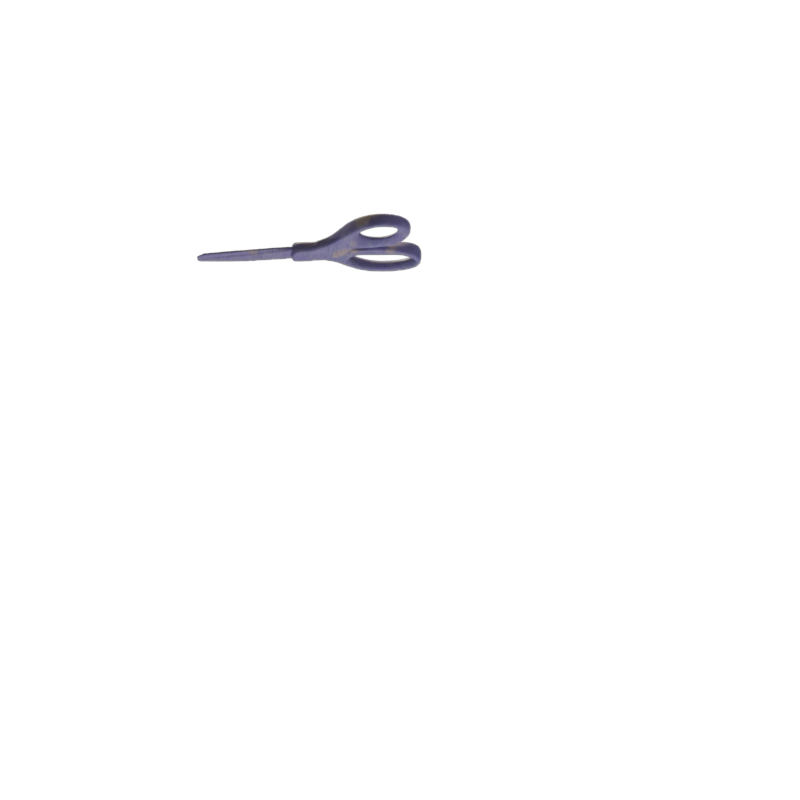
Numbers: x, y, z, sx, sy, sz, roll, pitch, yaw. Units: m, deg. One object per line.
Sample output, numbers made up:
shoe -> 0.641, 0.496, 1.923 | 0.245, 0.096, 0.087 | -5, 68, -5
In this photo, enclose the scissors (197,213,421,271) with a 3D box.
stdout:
scissors -> -0.077, -0.141, 0.984 | 0.199, 0.017, 0.092 | 3, -24, -8
